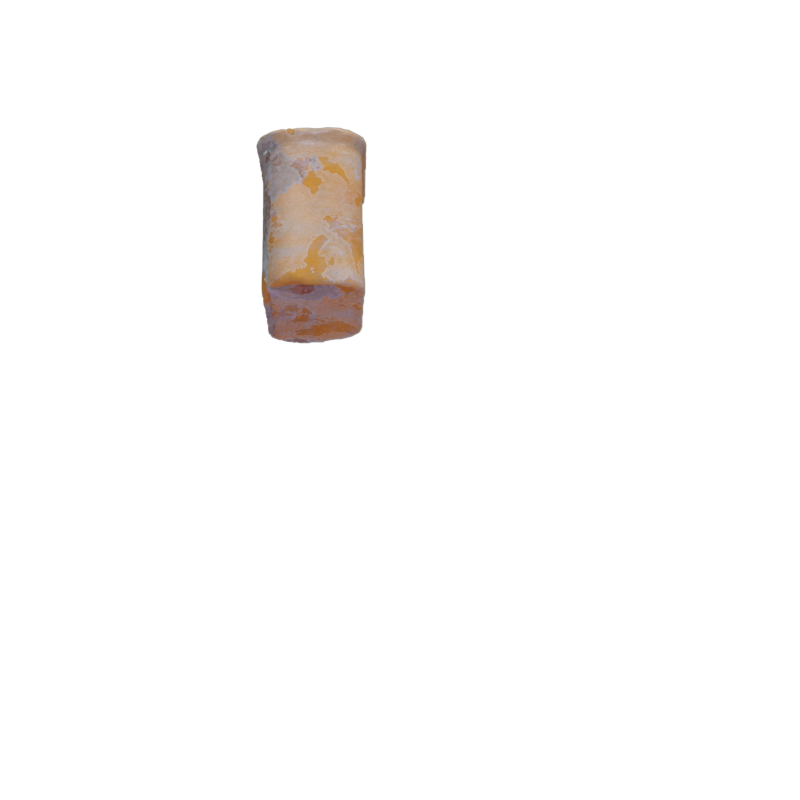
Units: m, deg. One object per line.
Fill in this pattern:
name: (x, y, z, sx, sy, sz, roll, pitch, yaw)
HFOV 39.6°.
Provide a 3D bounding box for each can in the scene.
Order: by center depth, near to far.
can: (-0.046, -0.084, 0.590, 0.057, 0.088, 0.097, -1, -18, -2)
